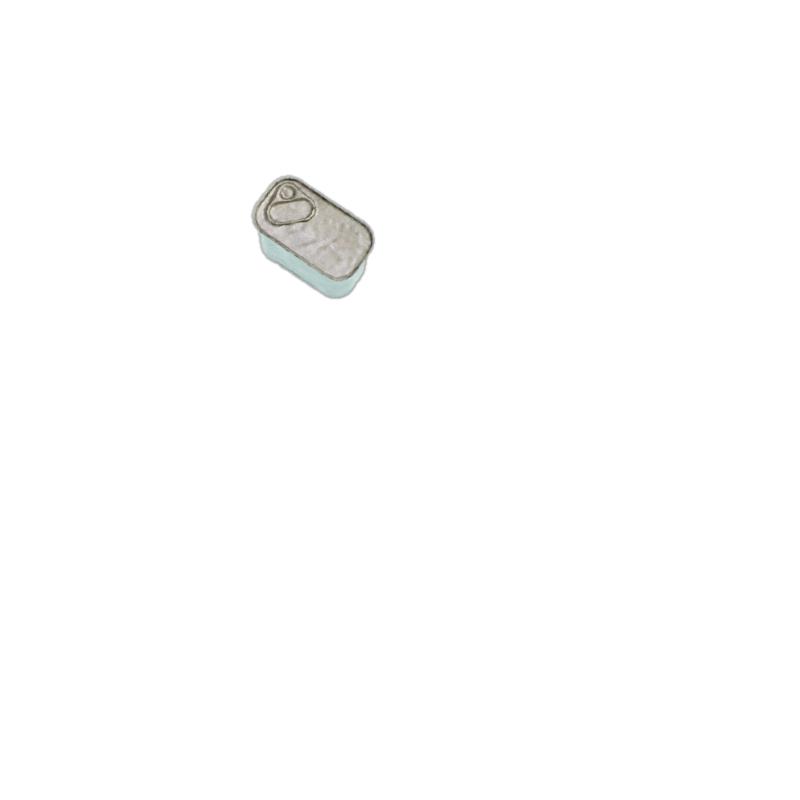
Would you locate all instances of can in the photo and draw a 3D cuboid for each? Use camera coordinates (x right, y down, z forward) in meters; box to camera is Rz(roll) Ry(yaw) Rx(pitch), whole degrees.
[{"bbox_3d":[-0.075,-0.137,0.961,0.104,0.058,0.081,34,-11,6],"label":"can"}]
